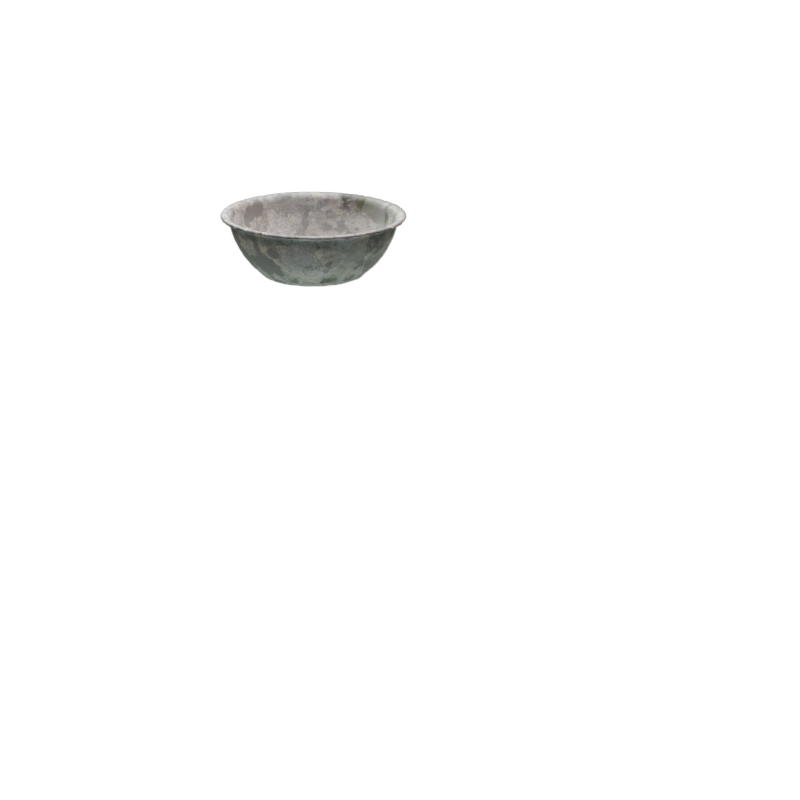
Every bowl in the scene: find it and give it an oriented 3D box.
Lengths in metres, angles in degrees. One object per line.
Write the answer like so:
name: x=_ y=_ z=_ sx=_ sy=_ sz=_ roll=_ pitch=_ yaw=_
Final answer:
bowl: x=-0.076 y=-0.139 z=0.971 sx=0.162 sy=0.053 sz=0.169 roll=-1 pitch=22 yaw=-2
